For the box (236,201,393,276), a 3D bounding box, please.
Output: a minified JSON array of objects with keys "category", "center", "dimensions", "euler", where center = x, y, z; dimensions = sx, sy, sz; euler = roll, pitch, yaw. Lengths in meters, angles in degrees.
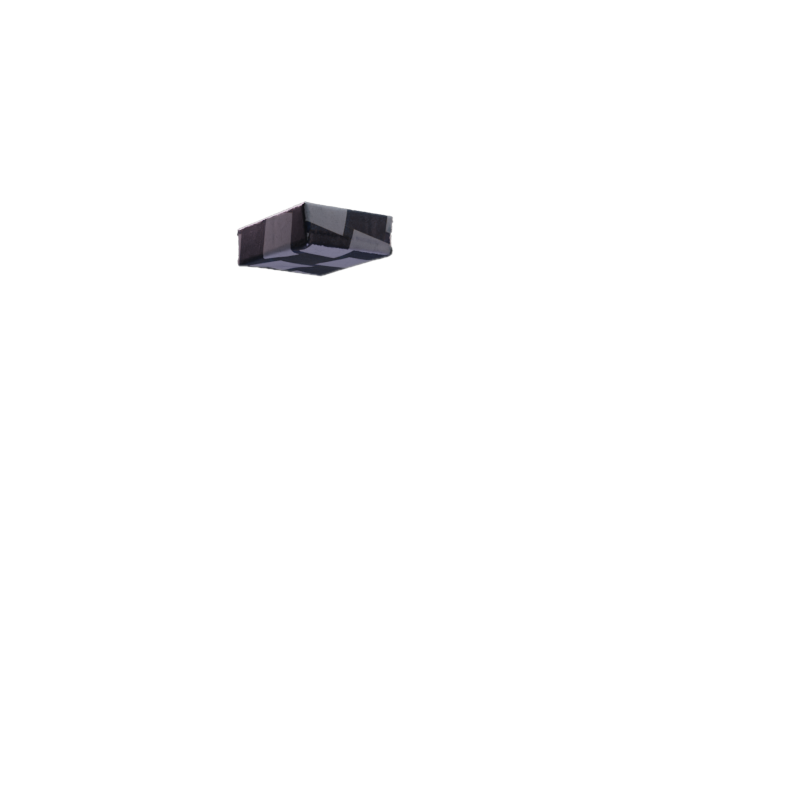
[{"category":"box","center":[-0.074,-0.135,0.946],"dimensions":[0.086,0.040,0.116],"euler":[3,-5,-36]}]
